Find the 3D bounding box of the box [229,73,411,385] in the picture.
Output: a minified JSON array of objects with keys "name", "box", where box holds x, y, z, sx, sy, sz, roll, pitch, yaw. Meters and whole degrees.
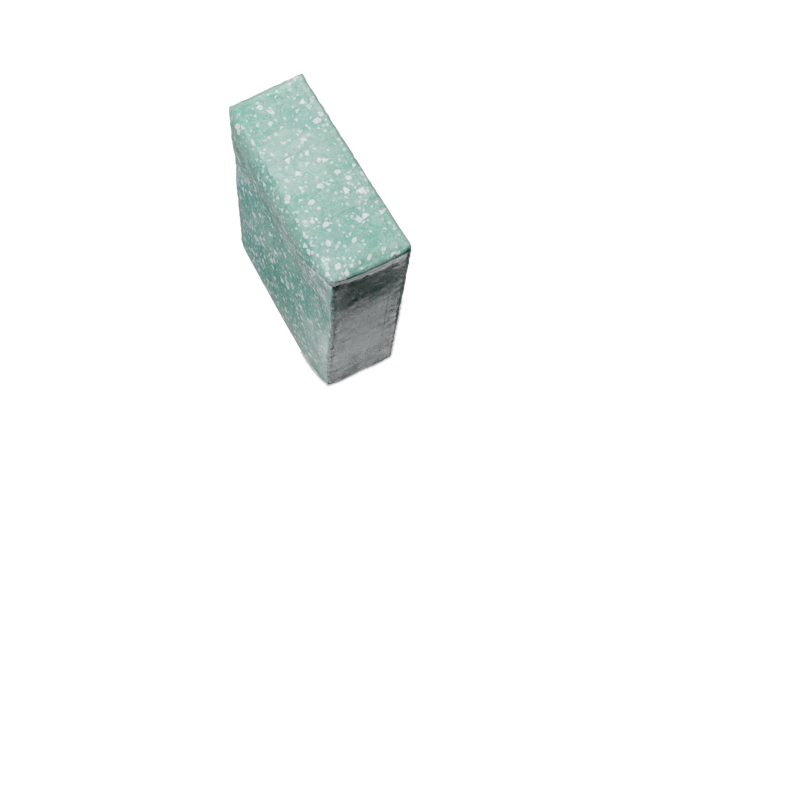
[{"name":"box","box":[-0.068,-0.124,0.870,0.072,0.173,0.203,-26,-18,-13]}]
